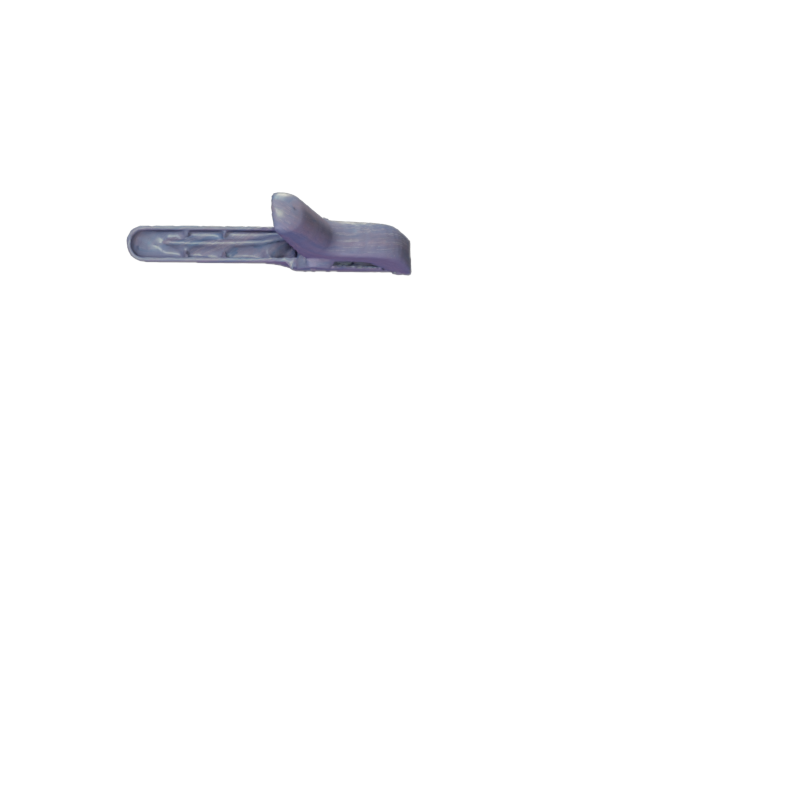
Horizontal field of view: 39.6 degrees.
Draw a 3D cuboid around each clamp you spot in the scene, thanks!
[{"bbox_3d":[-0.060,-0.109,0.766,0.201,0.037,0.169,1,-1,-38],"label":"clamp"}]
